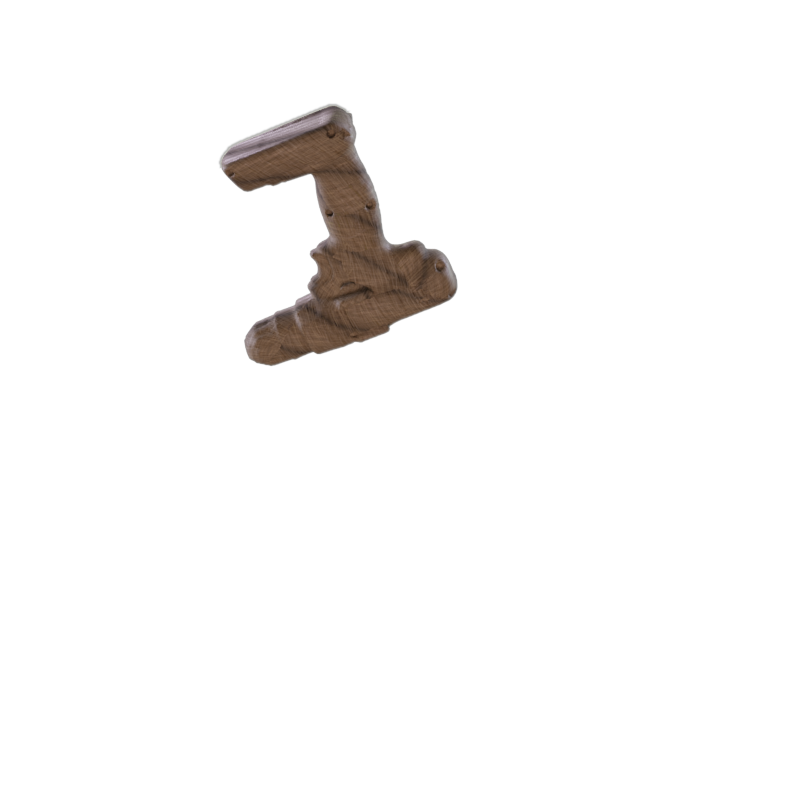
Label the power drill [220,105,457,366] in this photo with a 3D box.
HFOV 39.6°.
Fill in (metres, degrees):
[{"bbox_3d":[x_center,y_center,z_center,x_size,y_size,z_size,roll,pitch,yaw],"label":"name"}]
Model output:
[{"bbox_3d":[-0.069,-0.126,0.882,0.185,0.177,0.061,-22,25,10],"label":"power drill"}]
